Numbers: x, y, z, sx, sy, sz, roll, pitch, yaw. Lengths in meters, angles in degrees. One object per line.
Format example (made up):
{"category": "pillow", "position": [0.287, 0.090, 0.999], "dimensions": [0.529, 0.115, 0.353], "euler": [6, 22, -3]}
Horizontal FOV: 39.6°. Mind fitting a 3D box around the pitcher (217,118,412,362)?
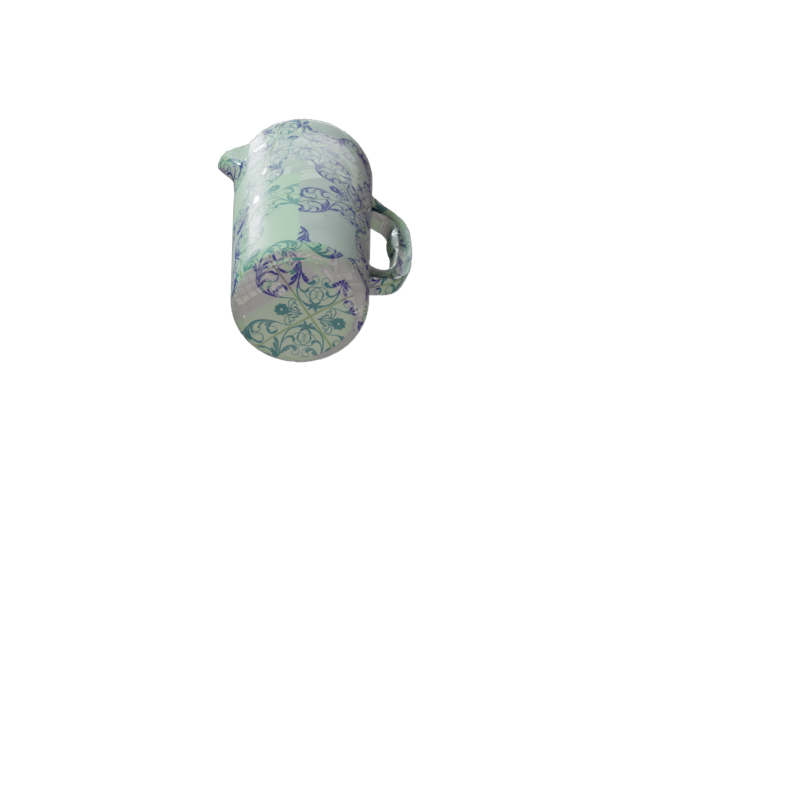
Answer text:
{"category": "pitcher", "position": [-0.075, -0.137, 0.958], "dimensions": [0.150, 0.135, 0.259], "euler": [-18, 32, 8]}
